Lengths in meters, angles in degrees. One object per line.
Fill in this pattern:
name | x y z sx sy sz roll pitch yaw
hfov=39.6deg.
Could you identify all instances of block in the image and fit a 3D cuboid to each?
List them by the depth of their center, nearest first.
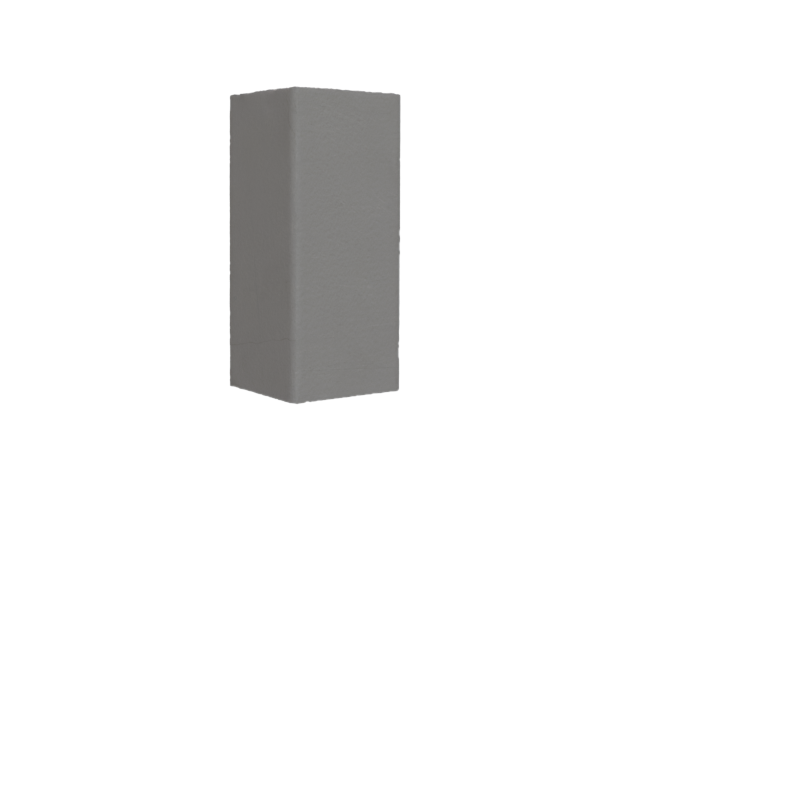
block | -0.061 -0.111 0.777 0.088 0.205 0.094 -3 5 -37
